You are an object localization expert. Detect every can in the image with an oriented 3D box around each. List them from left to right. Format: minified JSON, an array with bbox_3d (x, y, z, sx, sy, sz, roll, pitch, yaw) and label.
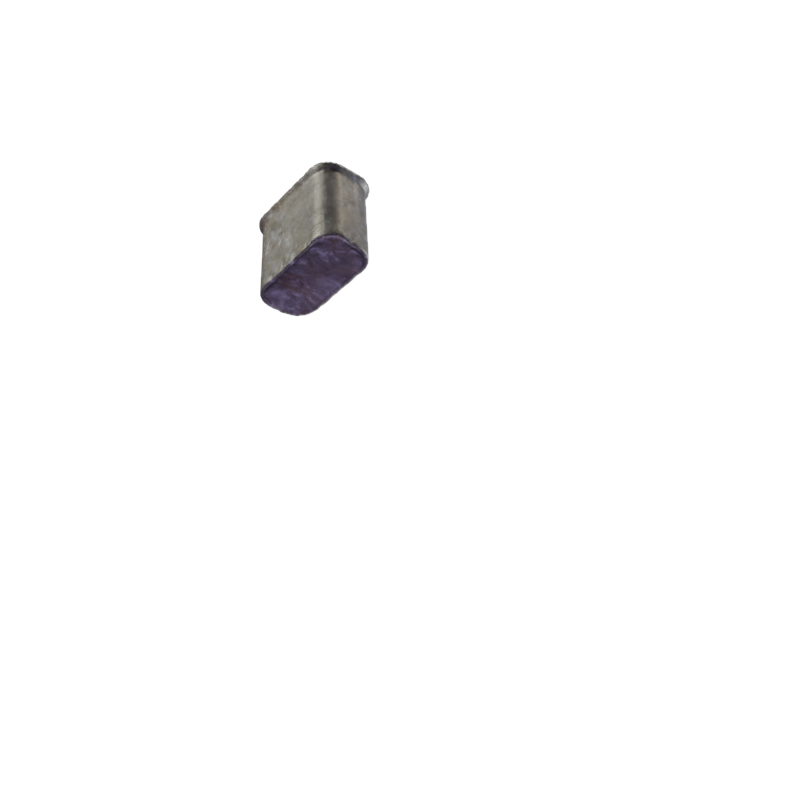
[{"bbox_3d":[-0.070,-0.128,0.896,0.054,0.090,0.100,29,-50,-30],"label":"can"}]
